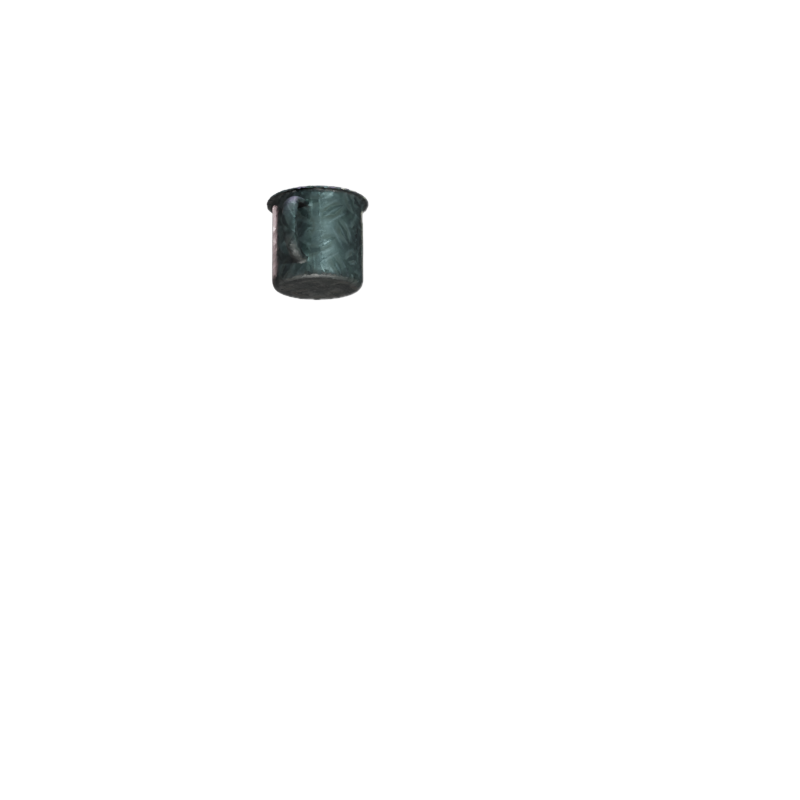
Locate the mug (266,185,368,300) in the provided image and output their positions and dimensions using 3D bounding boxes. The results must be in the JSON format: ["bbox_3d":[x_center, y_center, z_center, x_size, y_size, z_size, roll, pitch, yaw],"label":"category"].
[{"bbox_3d":[-0.077,-0.141,0.987,0.095,0.085,0.111,-5,-15,15],"label":"mug"}]
